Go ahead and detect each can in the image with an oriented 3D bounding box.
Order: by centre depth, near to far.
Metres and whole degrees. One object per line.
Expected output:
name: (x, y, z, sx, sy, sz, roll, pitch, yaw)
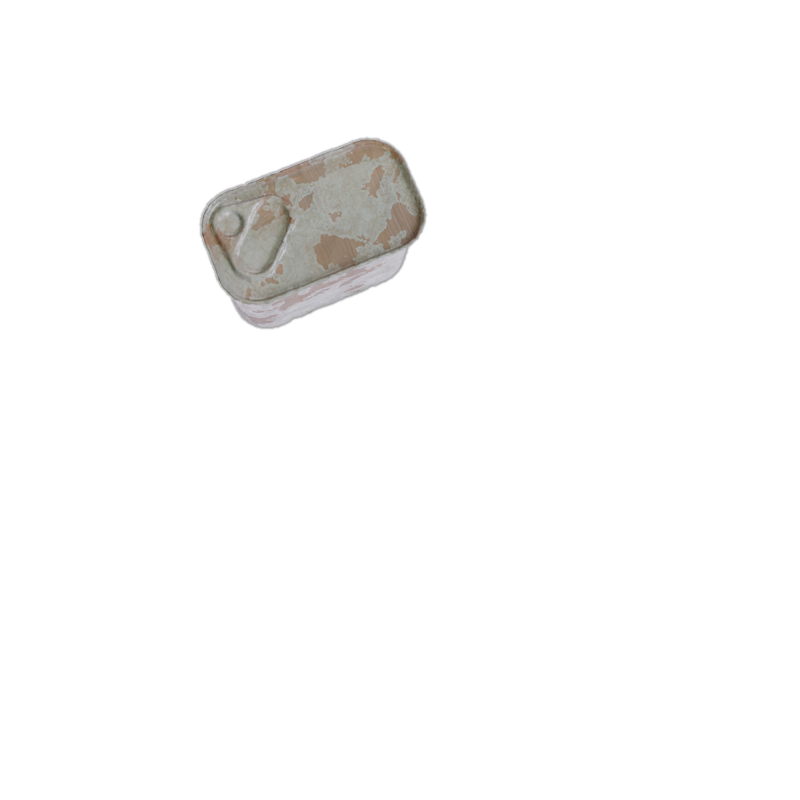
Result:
can: (-0.043, -0.079, 0.553, 0.102, 0.059, 0.082, -22, -7, -6)
